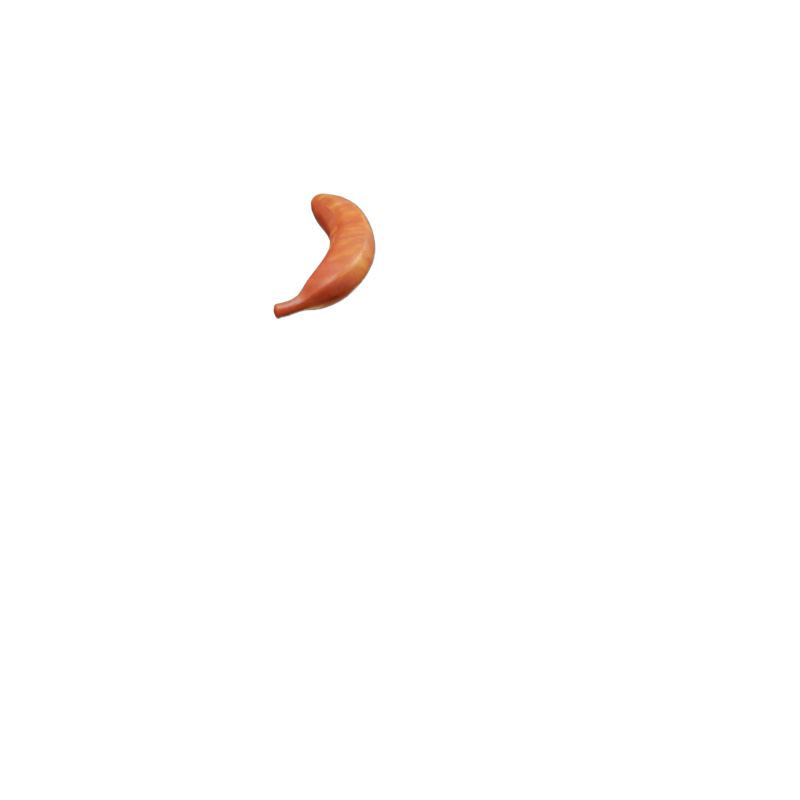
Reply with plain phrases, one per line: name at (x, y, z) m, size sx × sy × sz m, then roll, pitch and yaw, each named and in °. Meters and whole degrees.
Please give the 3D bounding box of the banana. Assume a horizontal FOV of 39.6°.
banana at (-0.054, -0.128, 0.916) m, size 0.070 × 0.035 × 0.208 m, roll 3°, pitch 33°, yaw 4°
